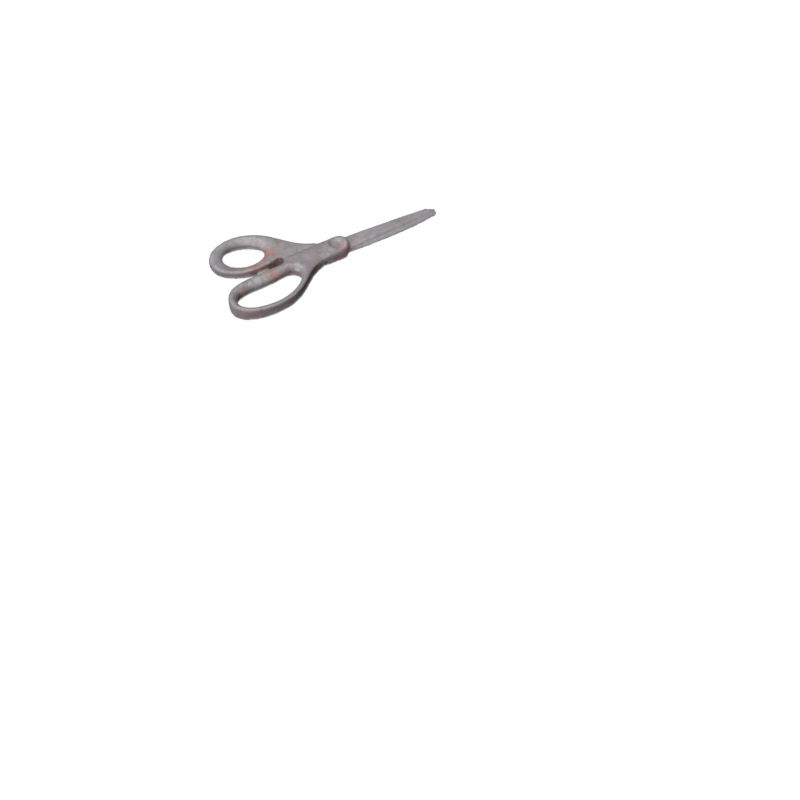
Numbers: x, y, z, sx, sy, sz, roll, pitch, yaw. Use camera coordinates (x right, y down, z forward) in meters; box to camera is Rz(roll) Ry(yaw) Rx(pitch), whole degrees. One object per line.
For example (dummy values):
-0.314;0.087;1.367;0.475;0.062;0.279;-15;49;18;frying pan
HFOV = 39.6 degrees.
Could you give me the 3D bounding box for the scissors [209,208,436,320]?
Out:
-0.071;-0.130;0.912;0.102;0.015;0.203;33;54;28;scissors
